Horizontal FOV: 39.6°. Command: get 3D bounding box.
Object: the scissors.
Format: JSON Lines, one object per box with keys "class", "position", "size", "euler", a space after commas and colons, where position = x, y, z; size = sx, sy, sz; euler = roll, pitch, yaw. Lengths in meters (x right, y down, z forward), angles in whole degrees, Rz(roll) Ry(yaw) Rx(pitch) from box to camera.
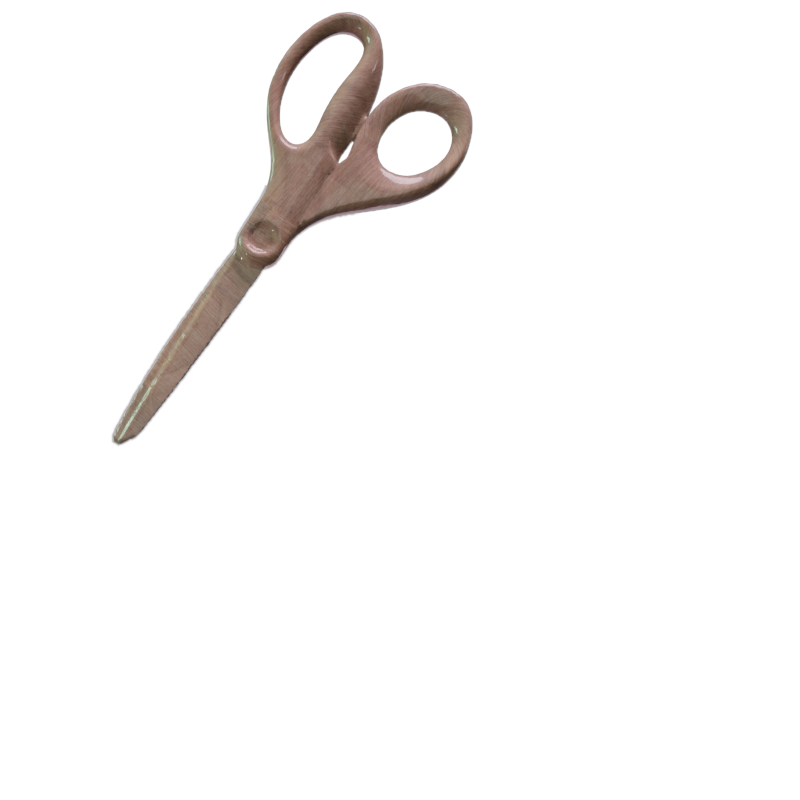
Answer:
{"class": "scissors", "position": [-0.035, -0.064, 0.448], "size": [0.097, 0.208, 0.015], "euler": [17, -16, 5]}
